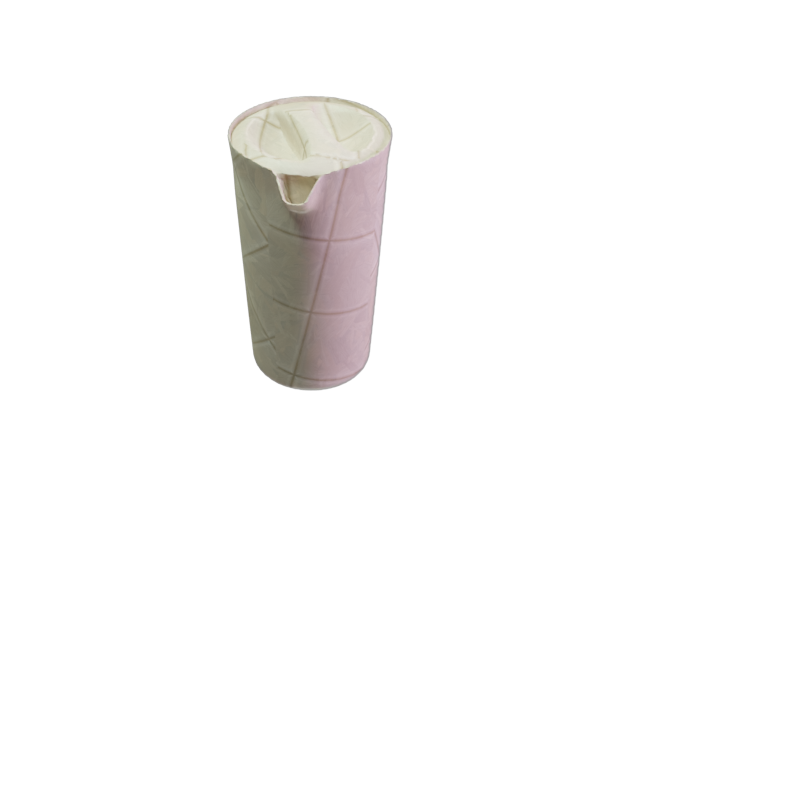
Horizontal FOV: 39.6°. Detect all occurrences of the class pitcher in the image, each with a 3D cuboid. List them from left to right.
[{"bbox_3d":[-0.076,-0.138,0.968,0.148,0.227,0.156,-26,45,-32],"label":"pitcher"}]
